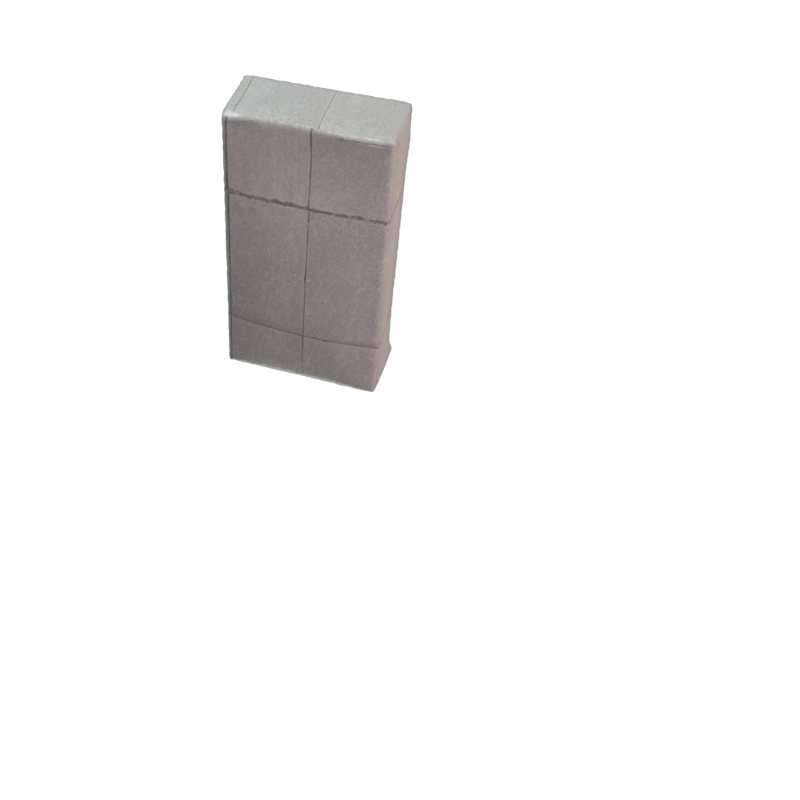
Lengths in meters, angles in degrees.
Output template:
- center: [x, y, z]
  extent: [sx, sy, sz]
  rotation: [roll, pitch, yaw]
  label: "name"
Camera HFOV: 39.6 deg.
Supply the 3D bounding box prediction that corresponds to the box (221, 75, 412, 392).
- center: [-0.048, -0.087, 0.610]
  extent: [0.095, 0.164, 0.050]
  rotation: [13, 46, 9]
  label: "box"
